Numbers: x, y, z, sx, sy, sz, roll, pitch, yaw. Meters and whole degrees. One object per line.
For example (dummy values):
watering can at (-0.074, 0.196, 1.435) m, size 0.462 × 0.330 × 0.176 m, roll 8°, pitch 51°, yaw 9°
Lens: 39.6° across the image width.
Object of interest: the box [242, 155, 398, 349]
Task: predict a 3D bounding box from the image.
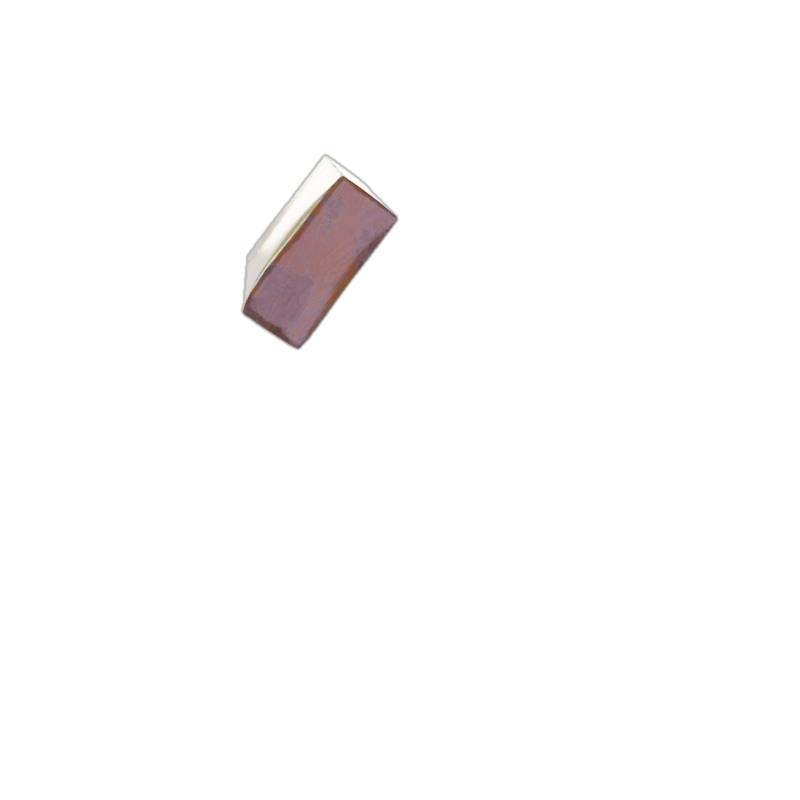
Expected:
box at (-0.052, -0.096, 0.675) m, size 0.047 × 0.093 × 0.181 m, roll 37°, pitch 9°, yaw -12°
